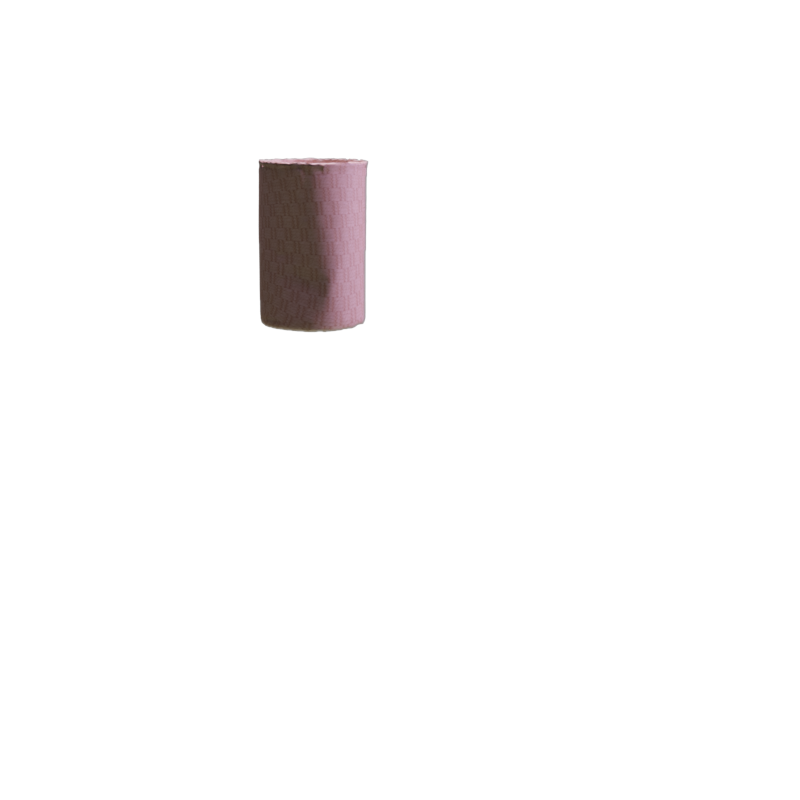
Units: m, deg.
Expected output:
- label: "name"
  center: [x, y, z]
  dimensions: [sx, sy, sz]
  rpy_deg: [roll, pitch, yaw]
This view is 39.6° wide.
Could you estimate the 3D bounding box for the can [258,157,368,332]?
- label: "can"
  center: [-0.054, -0.098, 0.689]
  dimensions: [0.068, 0.100, 0.070]
  rpy_deg: [0, 9, -2]
